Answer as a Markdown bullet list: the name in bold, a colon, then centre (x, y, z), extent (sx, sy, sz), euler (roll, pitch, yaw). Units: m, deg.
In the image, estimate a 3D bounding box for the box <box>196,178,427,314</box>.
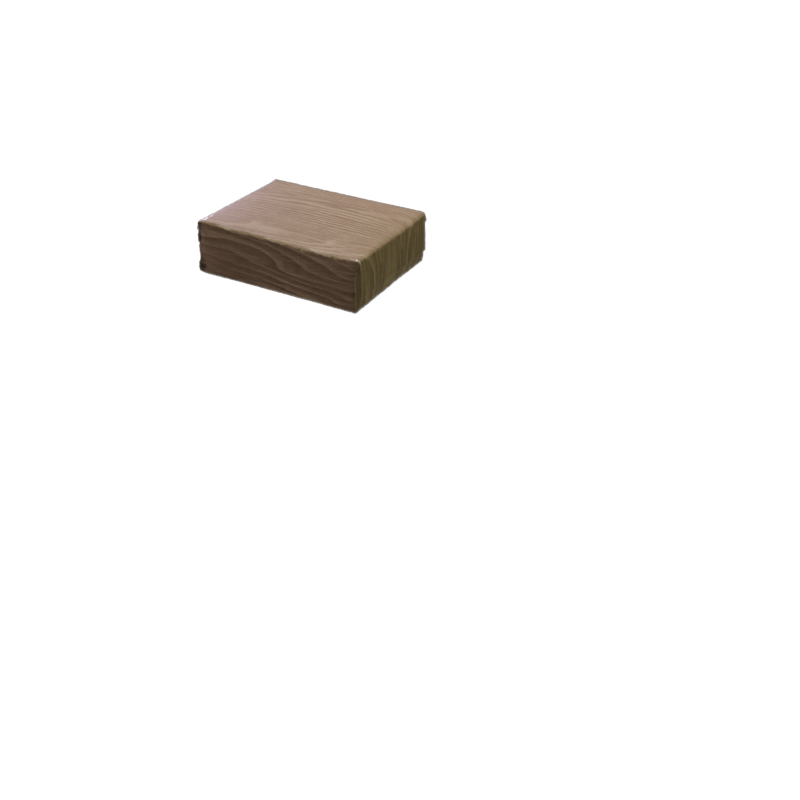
- **box**: centre (-0.053, -0.097, 0.676), extent (0.118, 0.037, 0.091), euler (14, 30, 25)
